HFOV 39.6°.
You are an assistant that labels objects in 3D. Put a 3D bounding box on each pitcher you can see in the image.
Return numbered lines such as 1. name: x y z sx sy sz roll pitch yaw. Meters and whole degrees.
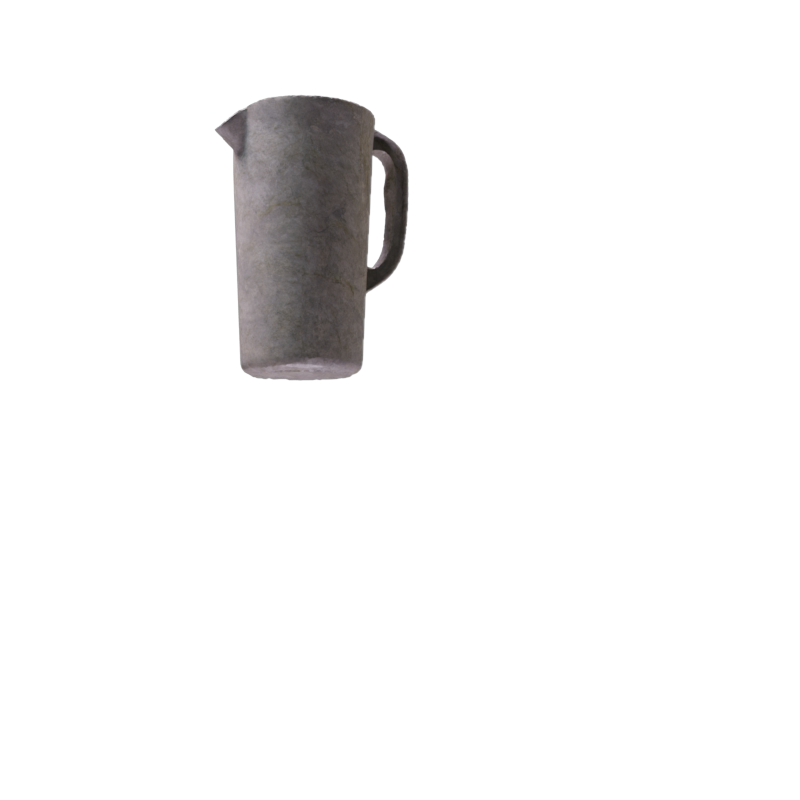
1. pitcher: -0.078 -0.143 1.000 0.152 0.249 0.139 -3 -10 17
